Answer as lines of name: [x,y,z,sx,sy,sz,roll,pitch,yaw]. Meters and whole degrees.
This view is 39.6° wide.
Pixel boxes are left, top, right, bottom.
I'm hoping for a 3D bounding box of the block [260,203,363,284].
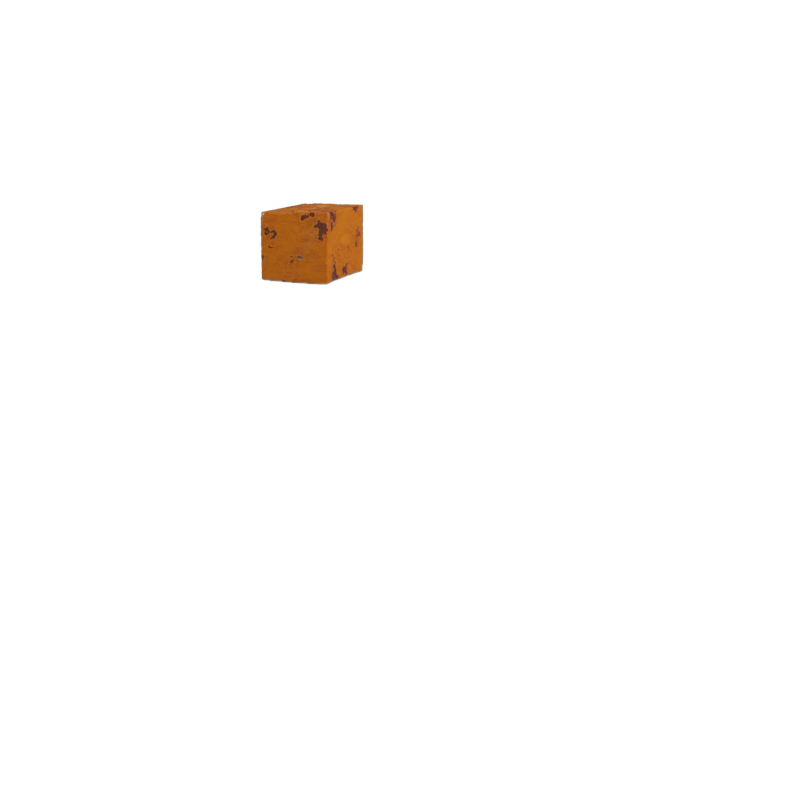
block: [-0.064,-0.116,0.816,0.054,0.050,0.078,4,13,18]
